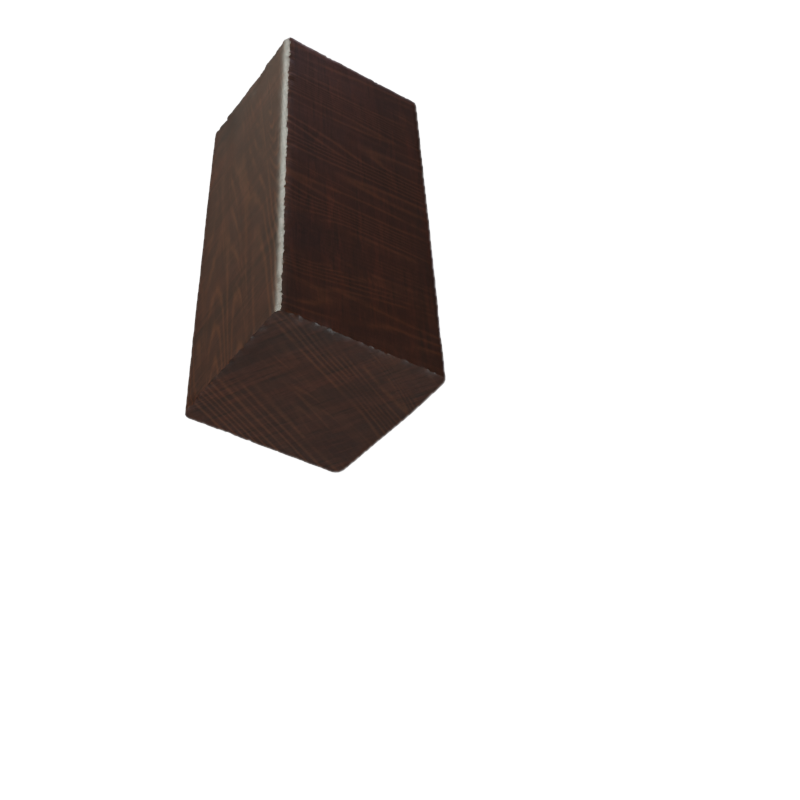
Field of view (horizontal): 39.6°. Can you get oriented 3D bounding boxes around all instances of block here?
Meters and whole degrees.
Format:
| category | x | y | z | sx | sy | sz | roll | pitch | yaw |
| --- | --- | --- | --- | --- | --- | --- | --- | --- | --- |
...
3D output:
| category | x | y | z | sx | sy | sz | roll | pitch | yaw |
| --- | --- | --- | --- | --- | --- | --- | --- | --- | --- |
| block | -0.045 | -0.082 | 0.577 | 0.086 | 0.221 | 0.088 | 23 | -49 | -26 |
